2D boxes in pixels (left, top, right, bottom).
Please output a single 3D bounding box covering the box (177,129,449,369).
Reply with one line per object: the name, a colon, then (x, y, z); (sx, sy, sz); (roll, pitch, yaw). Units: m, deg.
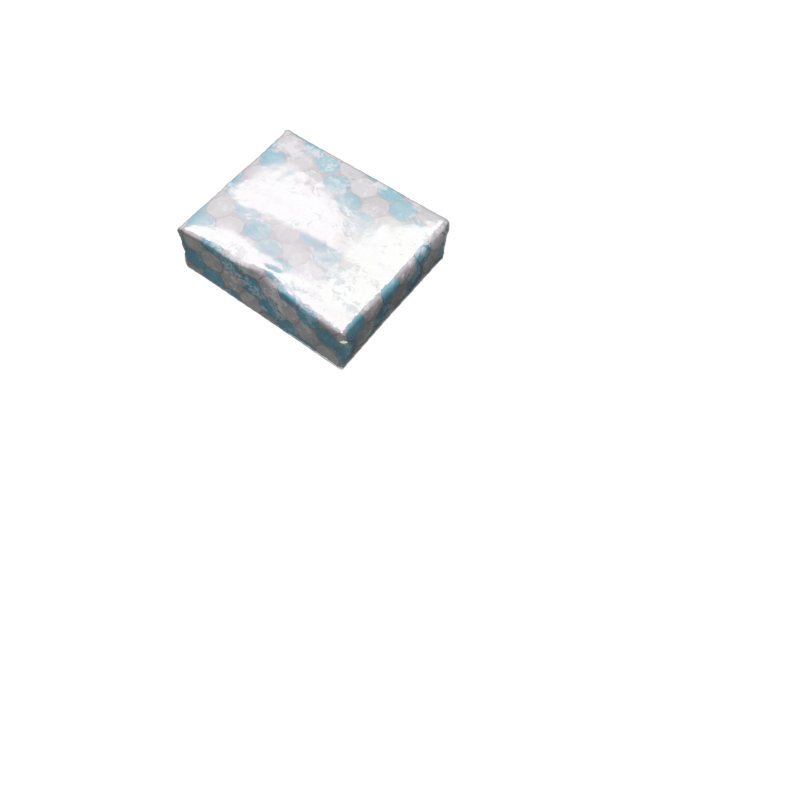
box: (-0.037, -0.067, 0.467); (0.094, 0.074, 0.028); (33, -29, 20)
